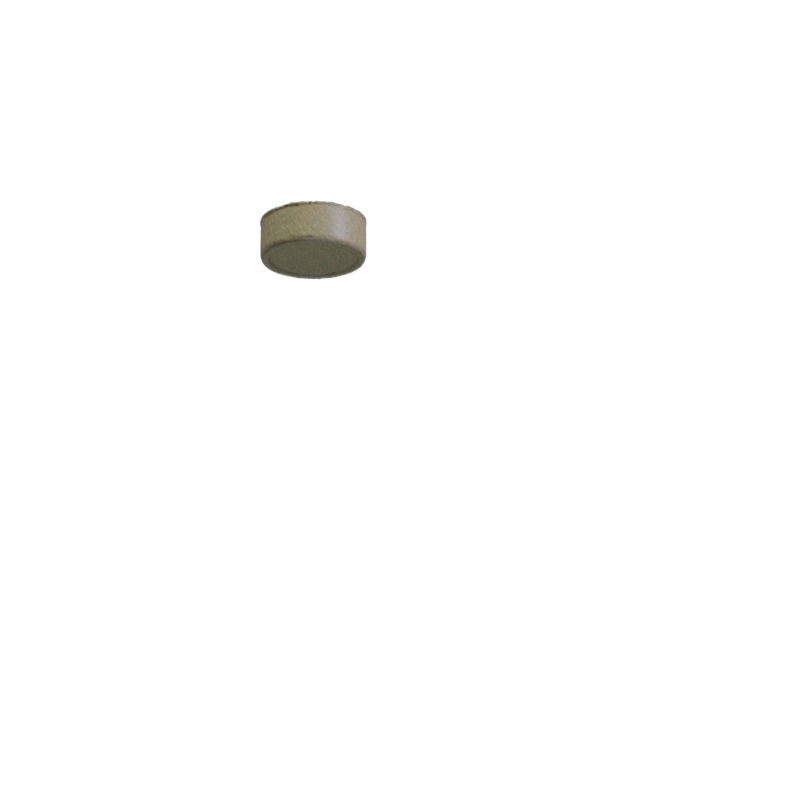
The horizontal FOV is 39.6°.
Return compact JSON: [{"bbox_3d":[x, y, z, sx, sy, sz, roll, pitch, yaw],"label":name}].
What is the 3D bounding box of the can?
[{"bbox_3d":[-0.069,-0.126,0.885,0.086,0.035,0.082,0,-17,-2],"label":"can"}]
